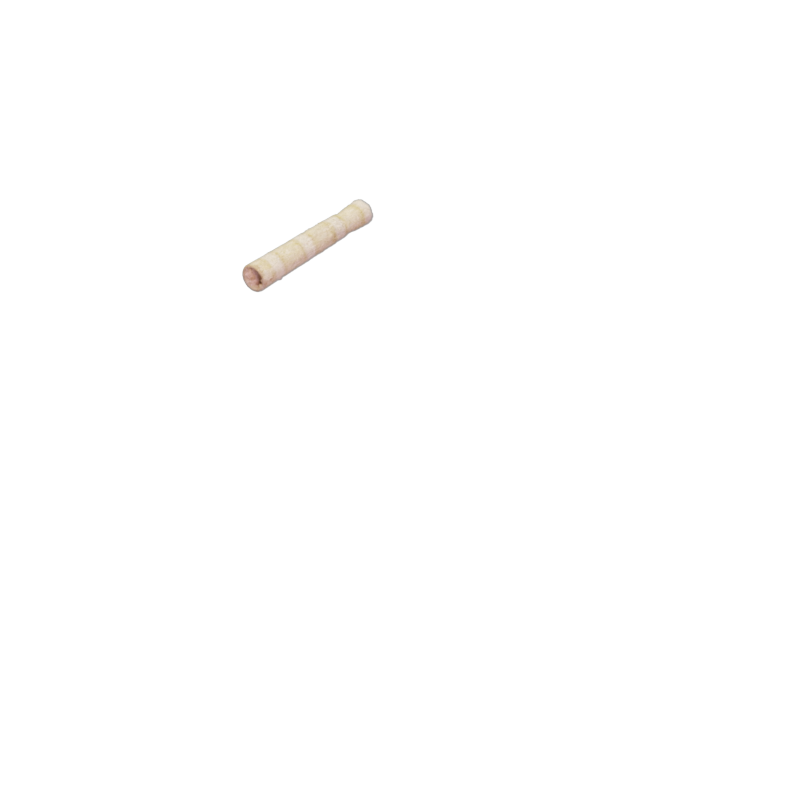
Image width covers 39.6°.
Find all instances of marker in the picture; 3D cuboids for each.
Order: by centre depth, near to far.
[{"bbox_3d":[-0.057,-0.103,0.724,0.021,0.019,0.122,3,30,38],"label":"marker"}]
